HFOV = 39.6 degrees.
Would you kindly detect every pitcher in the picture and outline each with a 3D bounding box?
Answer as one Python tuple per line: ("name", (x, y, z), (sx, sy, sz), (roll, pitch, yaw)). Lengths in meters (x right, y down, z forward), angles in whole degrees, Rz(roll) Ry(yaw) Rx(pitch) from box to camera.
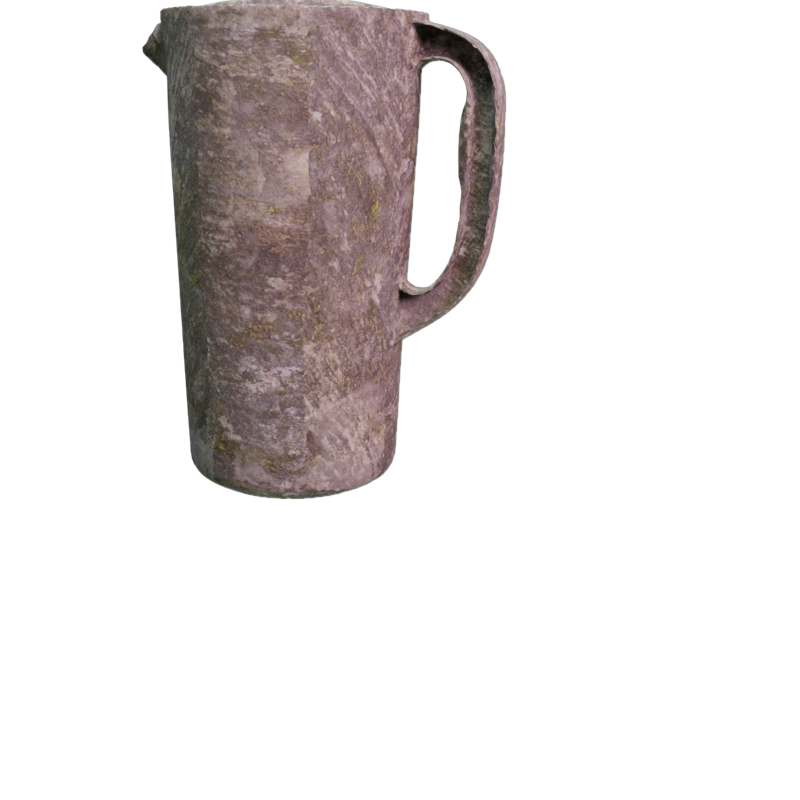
("pitcher", (-0.044, -0.080, 0.561), (0.141, 0.237, 0.157), (-5, 13, -27))
